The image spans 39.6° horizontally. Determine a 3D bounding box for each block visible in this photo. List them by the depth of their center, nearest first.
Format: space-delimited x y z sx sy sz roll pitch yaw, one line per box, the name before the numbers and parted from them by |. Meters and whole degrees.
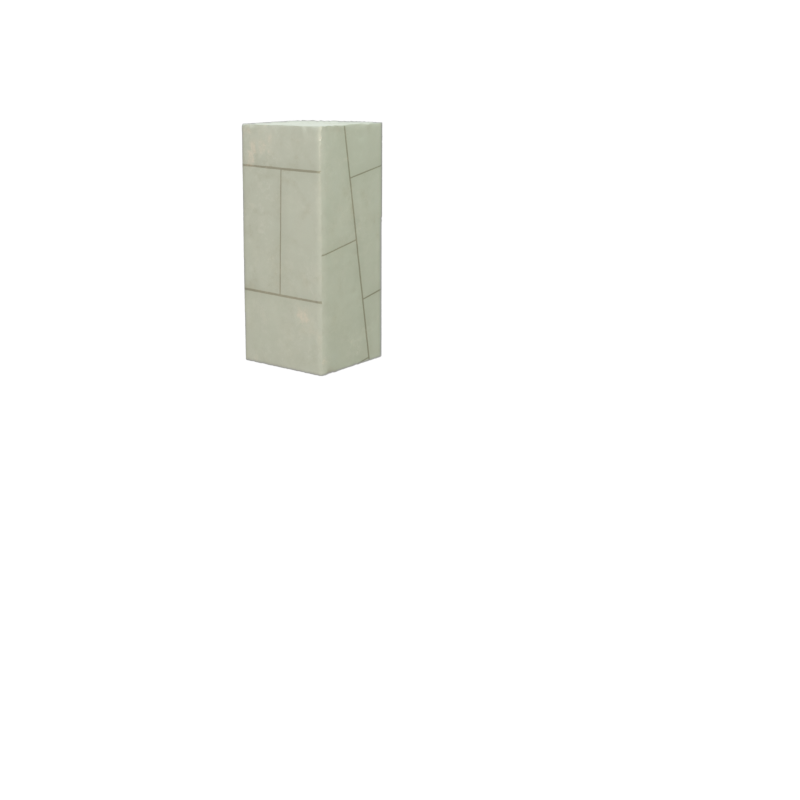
block | -0.076 -0.137 0.959 0.095 0.201 0.088 8 13 36
